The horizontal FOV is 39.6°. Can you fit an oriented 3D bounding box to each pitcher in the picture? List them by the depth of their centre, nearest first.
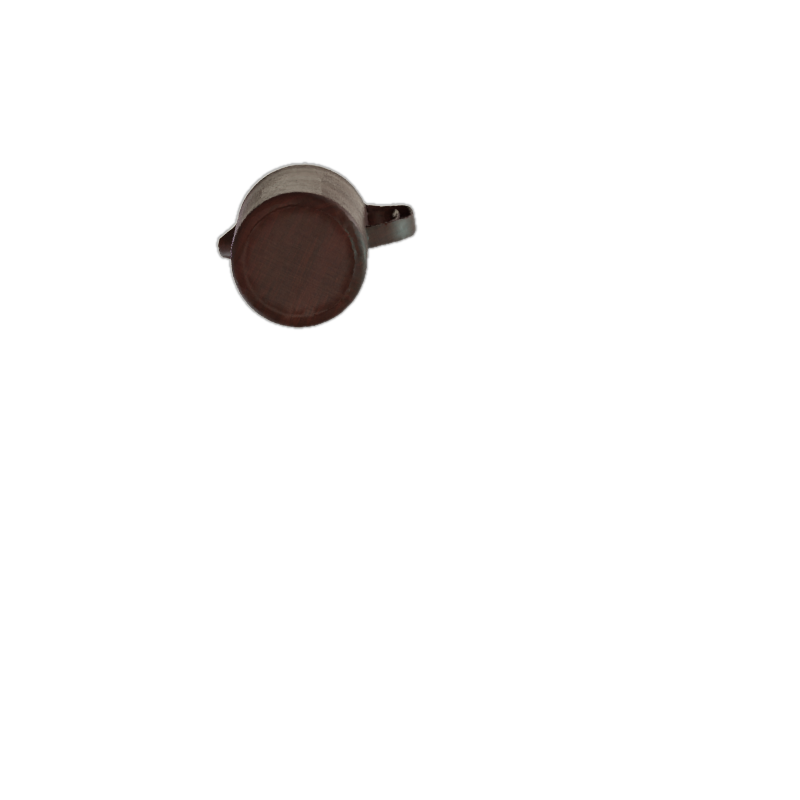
[{"bbox_3d":[-0.076,-0.139,0.976,0.143,0.148,0.249,36,8,-10],"label":"pitcher"}]
